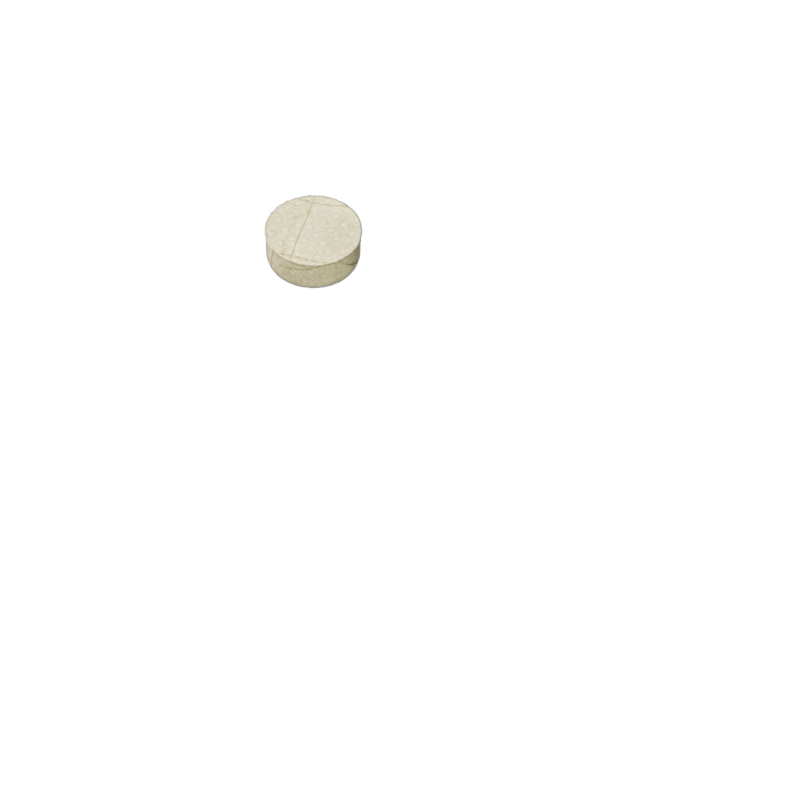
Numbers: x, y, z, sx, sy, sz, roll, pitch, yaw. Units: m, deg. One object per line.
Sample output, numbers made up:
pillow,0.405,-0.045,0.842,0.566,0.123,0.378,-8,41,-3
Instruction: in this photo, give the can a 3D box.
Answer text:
can,-0.077,-0.140,0.984,0.086,0.092,0.031,-1,-40,-1
